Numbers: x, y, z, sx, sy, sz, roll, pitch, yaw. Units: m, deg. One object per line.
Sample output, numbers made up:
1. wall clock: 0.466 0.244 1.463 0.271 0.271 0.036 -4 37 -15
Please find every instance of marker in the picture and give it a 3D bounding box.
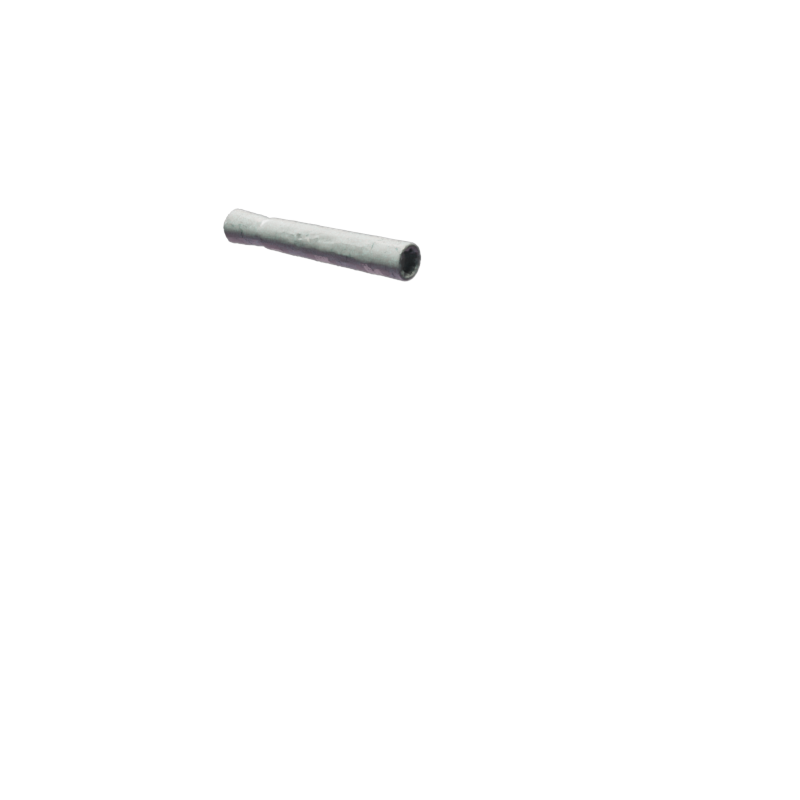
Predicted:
1. marker: -0.044 -0.080 0.557 0.128 0.019 0.019 17 14 38
